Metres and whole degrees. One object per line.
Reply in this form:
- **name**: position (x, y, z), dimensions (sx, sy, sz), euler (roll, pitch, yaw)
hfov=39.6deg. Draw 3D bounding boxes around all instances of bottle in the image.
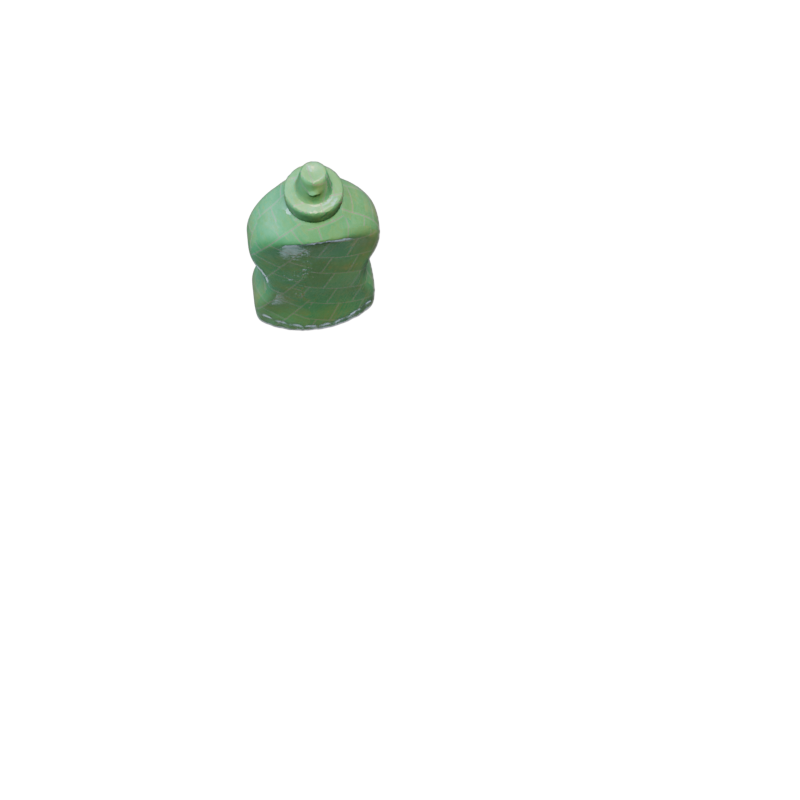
- **bottle**: position (-0.064, -0.116, 0.816), dimensions (0.095, 0.062, 0.181), euler (-5, -23, -6)
